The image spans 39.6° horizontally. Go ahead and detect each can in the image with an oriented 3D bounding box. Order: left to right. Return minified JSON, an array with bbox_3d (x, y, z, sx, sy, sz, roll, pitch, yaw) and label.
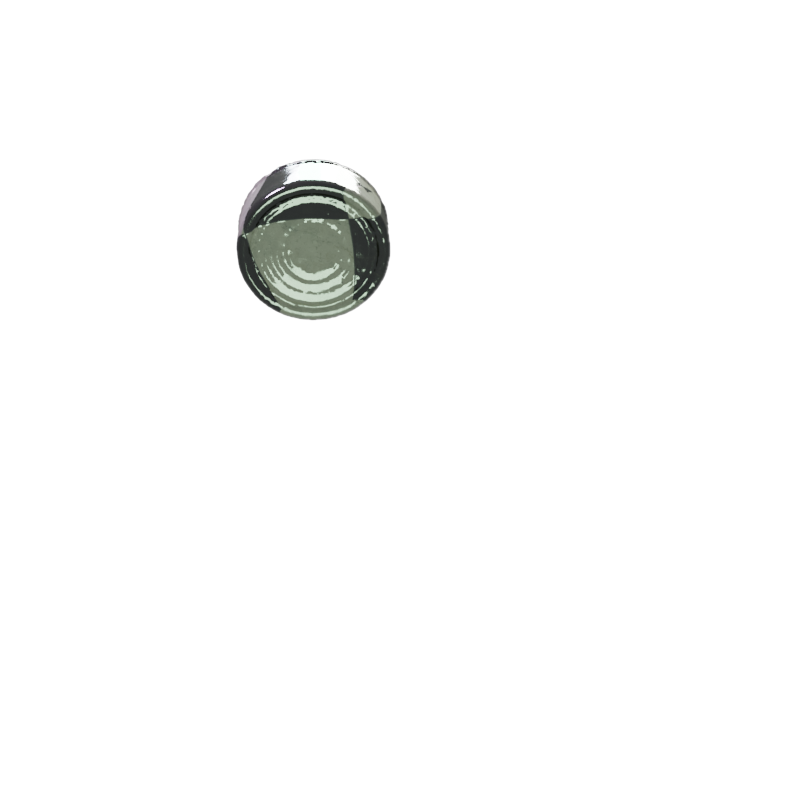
[{"bbox_3d":[-0.048,-0.088,0.618,0.086,0.081,0.035,1,27,-1],"label":"can"}]
